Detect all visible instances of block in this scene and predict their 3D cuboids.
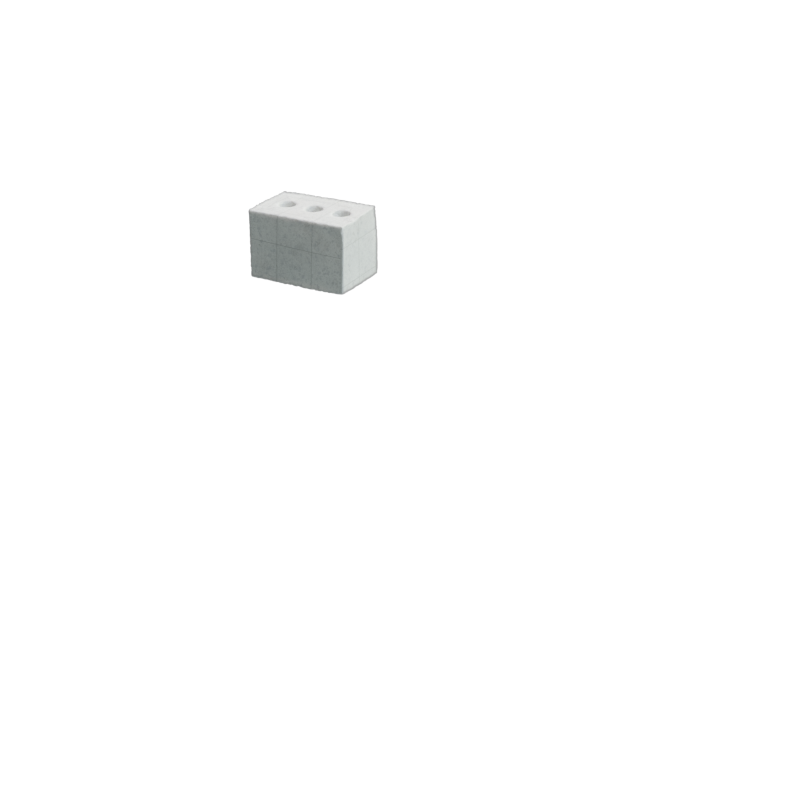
[{"bbox_3d":[-0.061,-0.112,0.786,0.081,0.049,0.053,13,26,25],"label":"block"}]
